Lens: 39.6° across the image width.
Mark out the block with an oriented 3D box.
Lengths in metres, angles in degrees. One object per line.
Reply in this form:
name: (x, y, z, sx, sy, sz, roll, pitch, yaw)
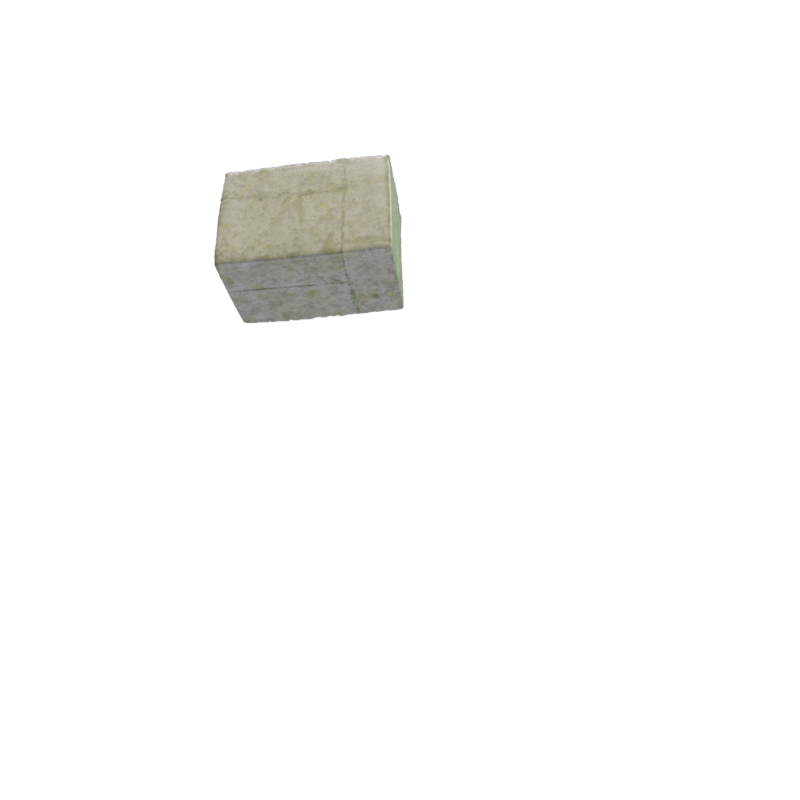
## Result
block: (-0.039, -0.072, 0.503, 0.078, 0.055, 0.049, -5, -31, 7)
